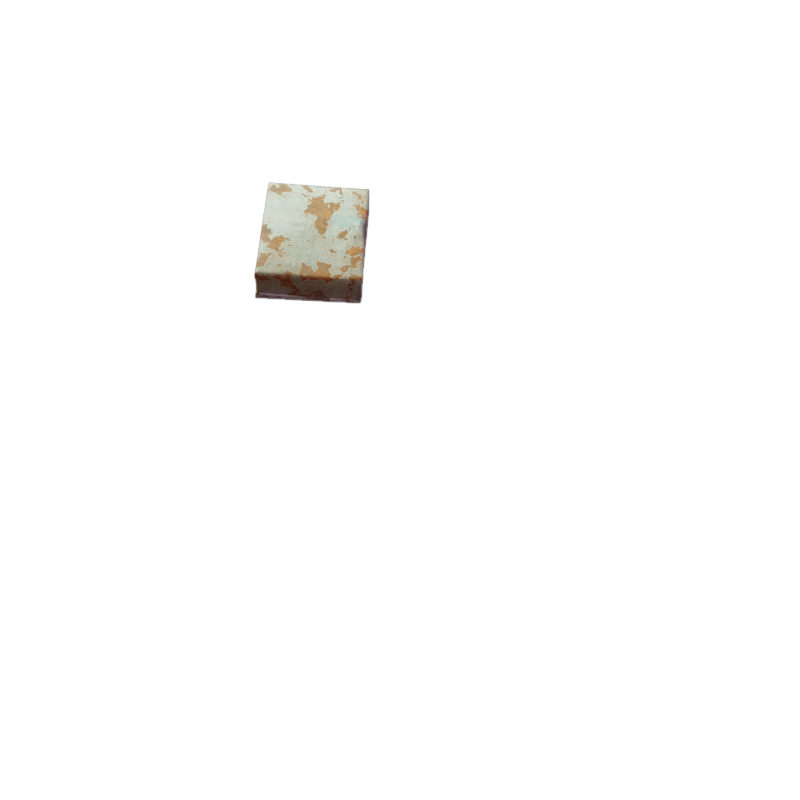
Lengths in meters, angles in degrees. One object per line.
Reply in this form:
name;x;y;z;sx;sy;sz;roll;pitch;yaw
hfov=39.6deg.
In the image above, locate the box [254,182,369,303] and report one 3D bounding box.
box;-0.060;-0.109;0.767;0.073;0.095;0.028;3;-39;2
